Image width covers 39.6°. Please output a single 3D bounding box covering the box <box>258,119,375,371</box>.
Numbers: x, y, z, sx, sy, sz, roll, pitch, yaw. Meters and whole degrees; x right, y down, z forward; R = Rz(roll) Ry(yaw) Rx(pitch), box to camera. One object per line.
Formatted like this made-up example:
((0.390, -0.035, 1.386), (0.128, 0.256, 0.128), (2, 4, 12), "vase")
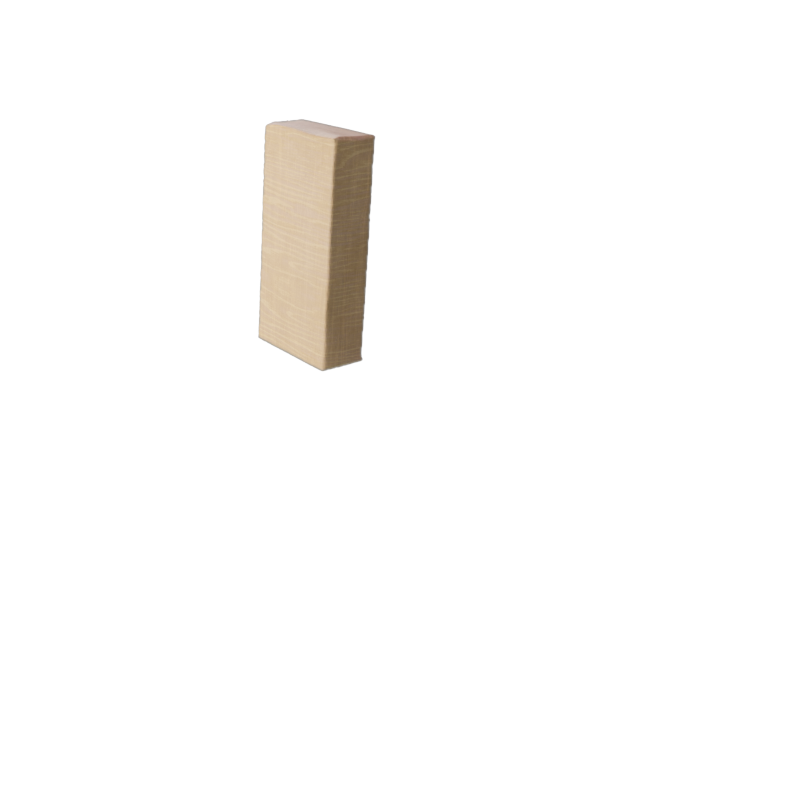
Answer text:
((-0.067, -0.121, 0.846), (0.047, 0.170, 0.099), (-11, 20, -36), "box")
